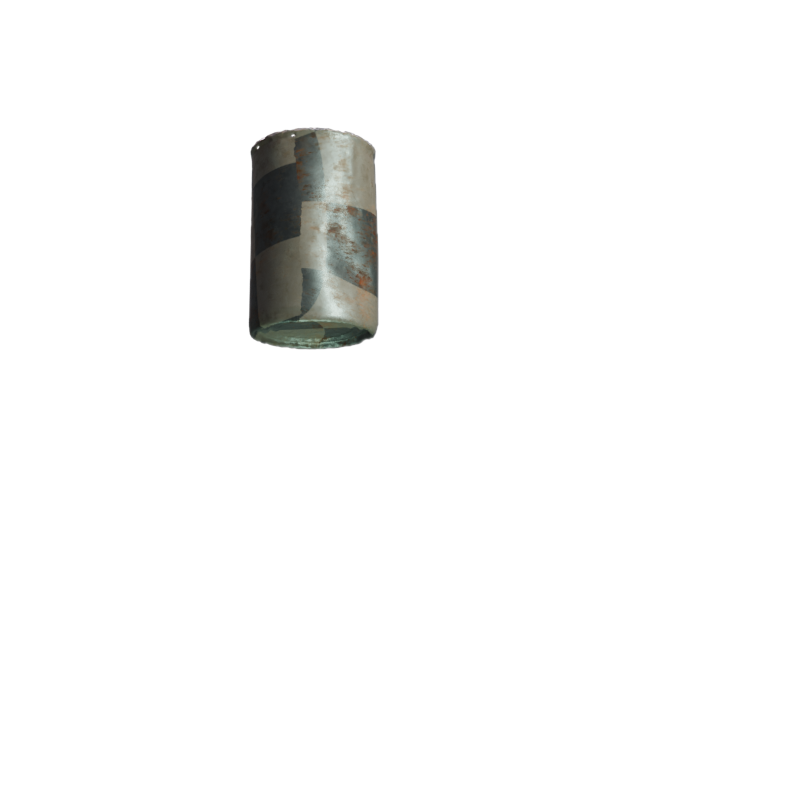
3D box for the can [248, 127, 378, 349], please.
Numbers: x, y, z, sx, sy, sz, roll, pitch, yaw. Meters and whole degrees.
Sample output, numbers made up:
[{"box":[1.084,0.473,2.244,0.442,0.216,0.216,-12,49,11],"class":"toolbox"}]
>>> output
[{"box":[-0.046,-0.083,0.585,0.068,0.106,0.066,0,-15,-2],"class":"can"}]
